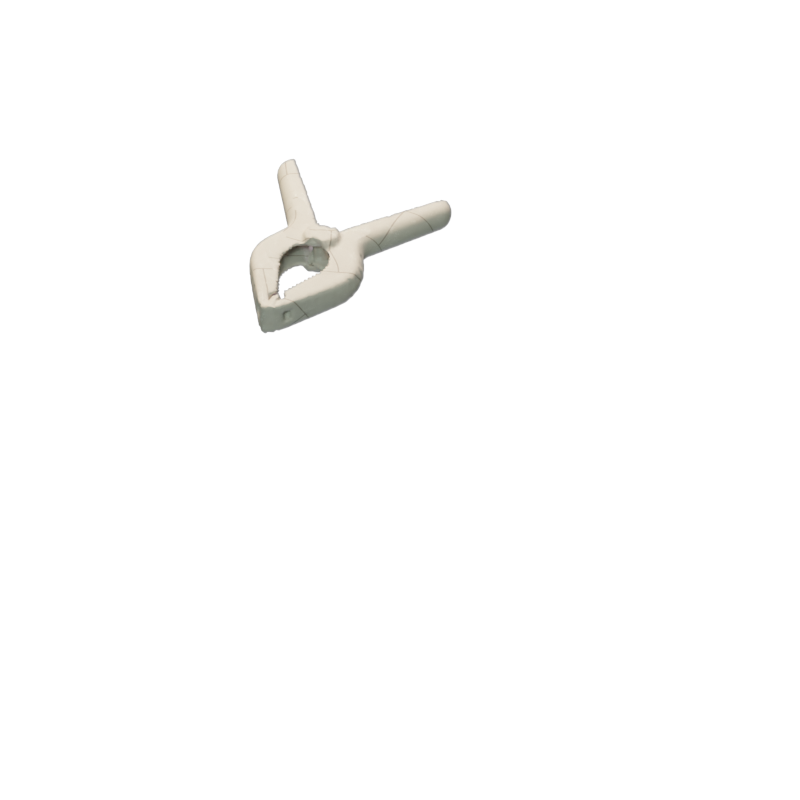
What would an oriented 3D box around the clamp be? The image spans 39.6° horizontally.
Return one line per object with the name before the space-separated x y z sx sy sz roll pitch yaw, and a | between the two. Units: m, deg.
clamp | -0.073 -0.133 0.934 0.172 0.034 0.215 21 46 21
